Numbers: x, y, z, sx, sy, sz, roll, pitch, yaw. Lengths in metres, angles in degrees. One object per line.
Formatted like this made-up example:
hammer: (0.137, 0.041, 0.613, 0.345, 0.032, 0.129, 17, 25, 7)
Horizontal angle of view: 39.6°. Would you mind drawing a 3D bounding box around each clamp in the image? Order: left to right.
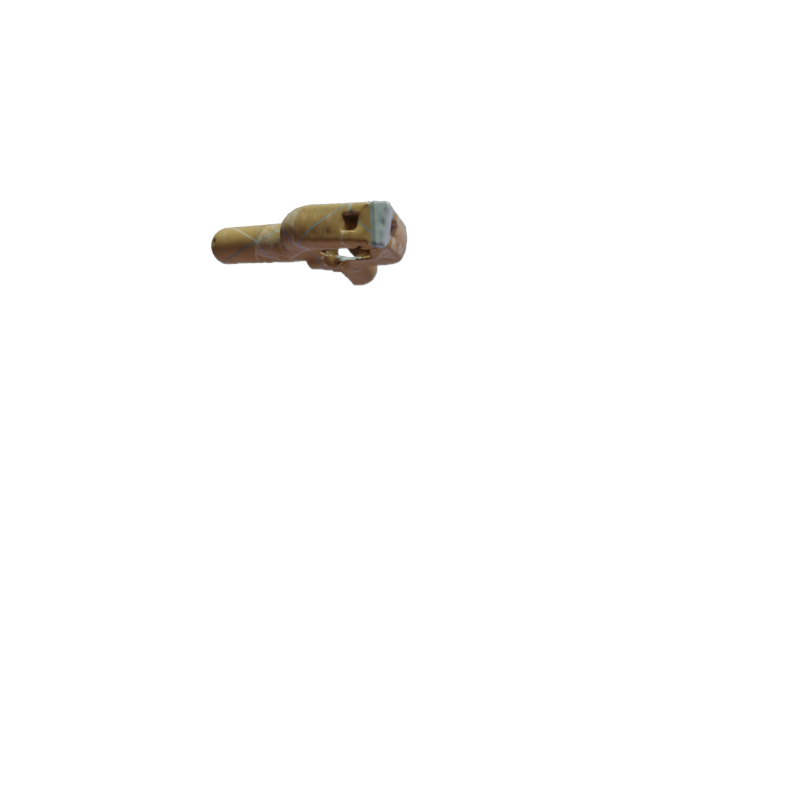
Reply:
clamp: (-0.056, -0.102, 0.714, 0.118, 0.040, 0.171, 1, -5, -14)
